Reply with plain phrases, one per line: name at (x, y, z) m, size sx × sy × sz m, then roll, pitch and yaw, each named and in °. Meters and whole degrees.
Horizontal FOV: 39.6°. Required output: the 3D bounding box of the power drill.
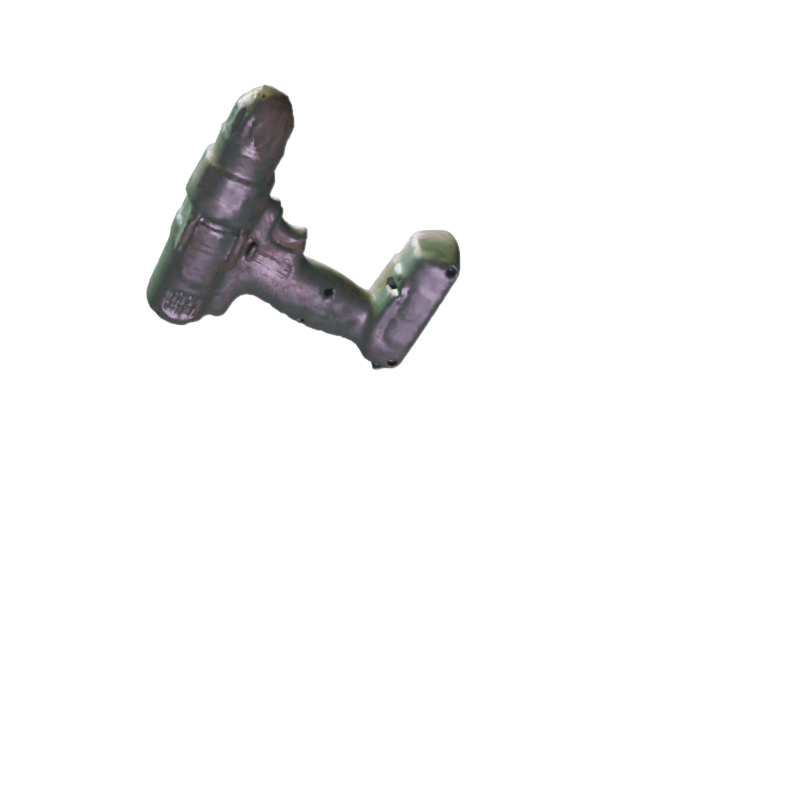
power drill at (-0.058, -0.106, 0.744) m, size 0.182 × 0.178 × 0.061 m, roll 21°, pitch 35°, yaw -16°
